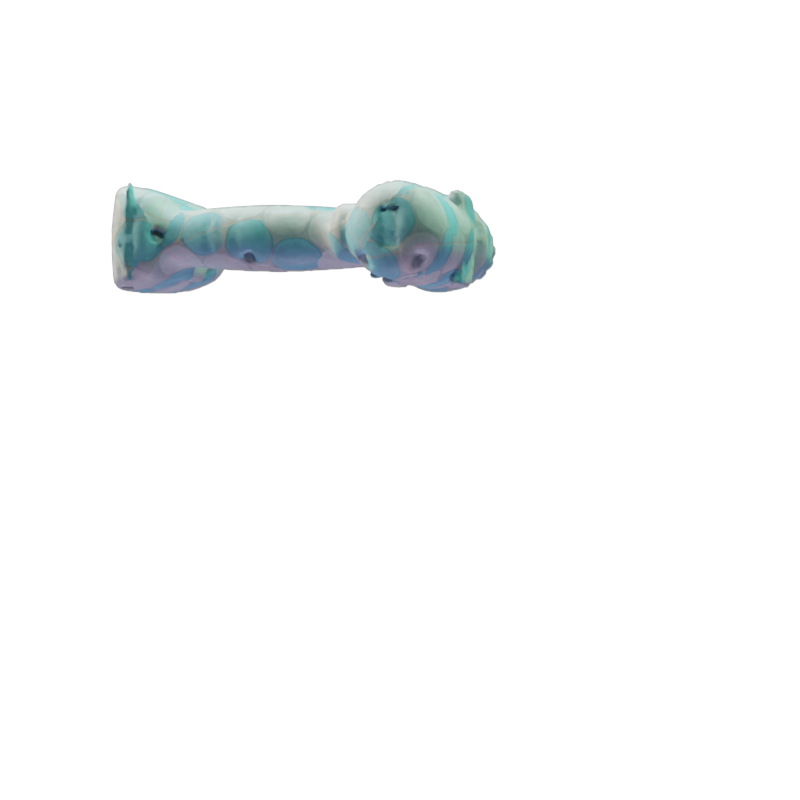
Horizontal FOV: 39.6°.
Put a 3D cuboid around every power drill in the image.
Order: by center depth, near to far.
[{"bbox_3d":[-0.047,-0.087,0.607,0.192,0.058,0.179,0,1,17],"label":"power drill"}]
